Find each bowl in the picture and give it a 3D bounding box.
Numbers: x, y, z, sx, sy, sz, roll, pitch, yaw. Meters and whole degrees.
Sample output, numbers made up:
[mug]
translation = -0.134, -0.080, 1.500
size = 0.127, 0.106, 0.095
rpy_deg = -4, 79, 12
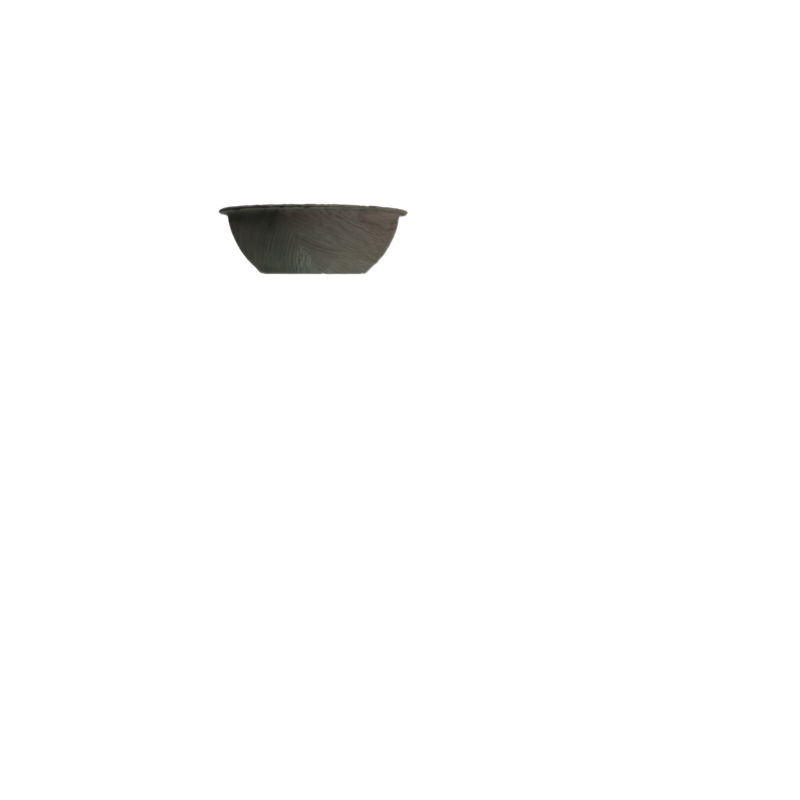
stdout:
[bowl]
translation = -0.074, -0.135, 0.949
size = 0.162, 0.055, 0.163
rpy_deg = 0, 5, -2
